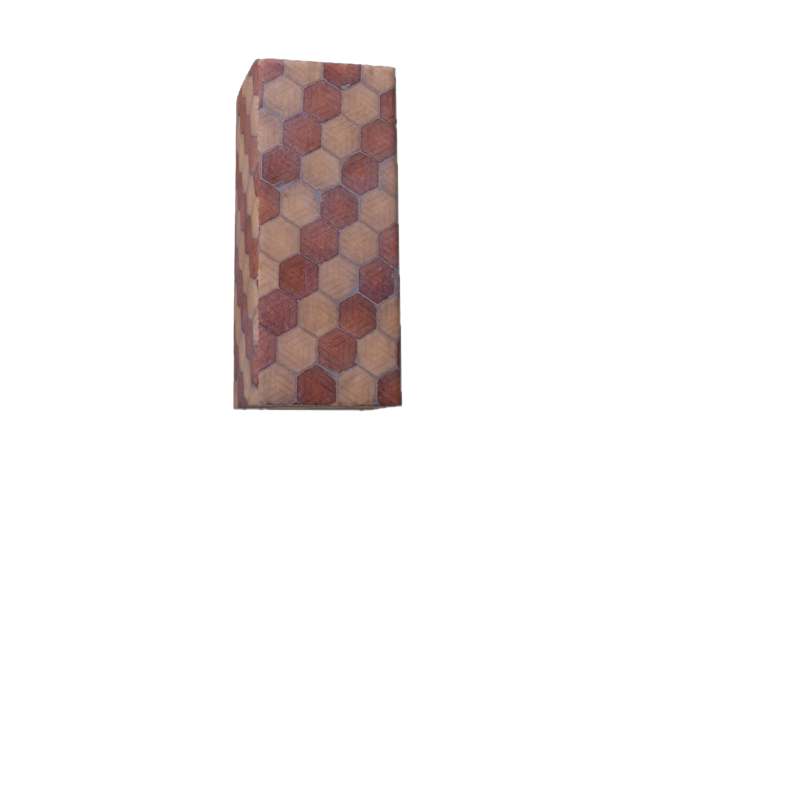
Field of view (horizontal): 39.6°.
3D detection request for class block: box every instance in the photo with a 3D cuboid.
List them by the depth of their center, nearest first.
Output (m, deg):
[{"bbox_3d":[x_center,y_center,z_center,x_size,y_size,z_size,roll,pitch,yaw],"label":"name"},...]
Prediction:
[{"bbox_3d":[-0.054,-0.099,0.693,0.089,0.211,0.090,2,-9,-14],"label":"block"}]
